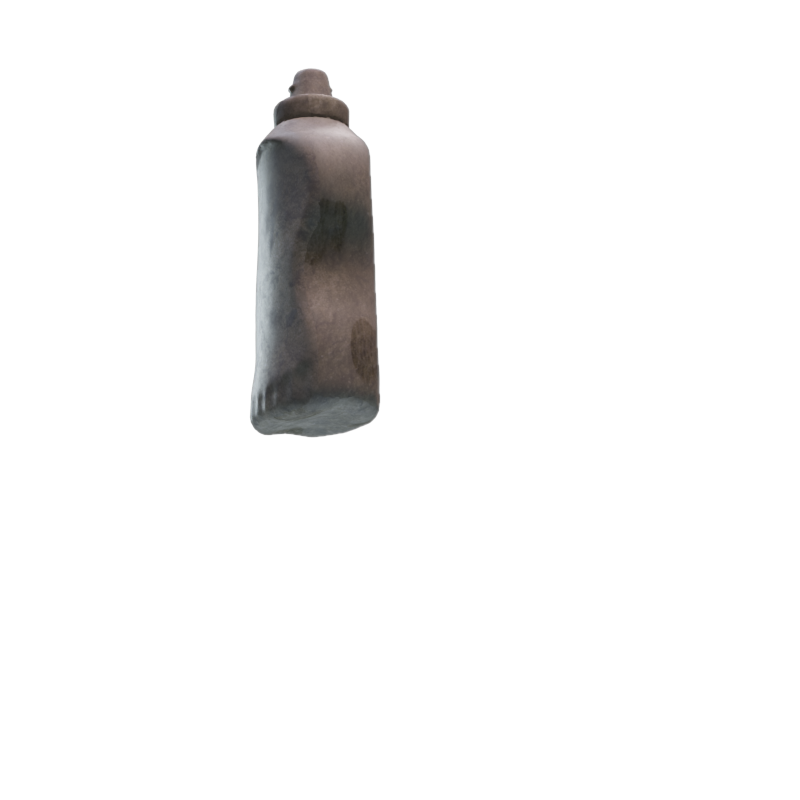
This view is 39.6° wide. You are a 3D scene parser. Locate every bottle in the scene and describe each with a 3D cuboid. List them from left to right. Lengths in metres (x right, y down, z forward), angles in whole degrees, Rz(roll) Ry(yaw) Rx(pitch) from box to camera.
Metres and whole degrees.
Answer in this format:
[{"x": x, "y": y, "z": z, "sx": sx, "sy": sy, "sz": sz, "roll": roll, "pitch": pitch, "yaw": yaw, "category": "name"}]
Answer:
[{"x": -0.045, "y": -0.082, "z": 0.575, "sx": 0.057, "sy": 0.200, "sz": 0.095, "roll": 5, "pitch": -17, "yaw": -20, "category": "bottle"}]
